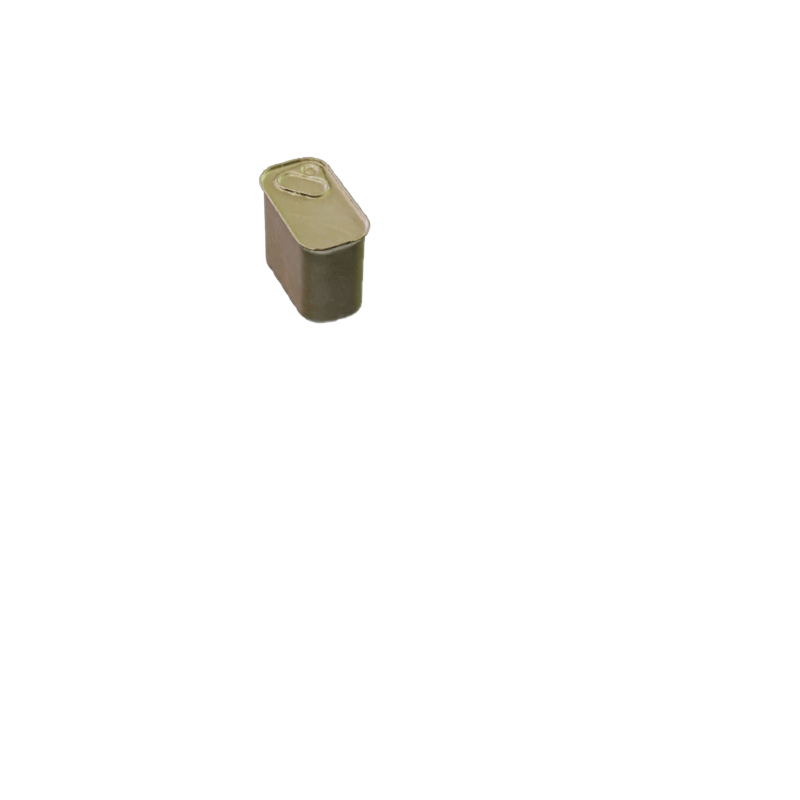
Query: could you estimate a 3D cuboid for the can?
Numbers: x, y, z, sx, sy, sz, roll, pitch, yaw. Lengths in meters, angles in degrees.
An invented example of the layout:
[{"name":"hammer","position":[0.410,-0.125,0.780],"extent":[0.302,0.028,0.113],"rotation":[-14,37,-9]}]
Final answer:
[{"name":"can","position":[-0.066,-0.120,0.842],"extent":[0.057,0.078,0.110],"rotation":[-19,50,-19]}]
